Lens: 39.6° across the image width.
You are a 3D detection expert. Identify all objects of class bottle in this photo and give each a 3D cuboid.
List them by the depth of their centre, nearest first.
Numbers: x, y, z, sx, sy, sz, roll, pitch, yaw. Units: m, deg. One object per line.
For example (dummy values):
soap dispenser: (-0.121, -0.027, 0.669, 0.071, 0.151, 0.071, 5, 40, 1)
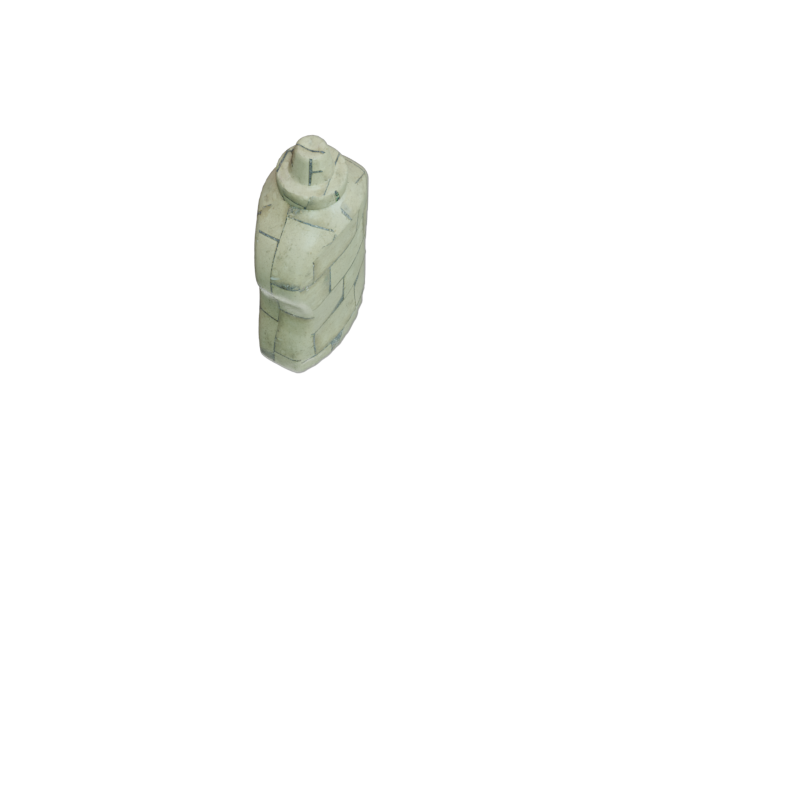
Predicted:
bottle: (-0.054, -0.098, 0.684, 0.060, 0.099, 0.181, 28, -25, 10)
